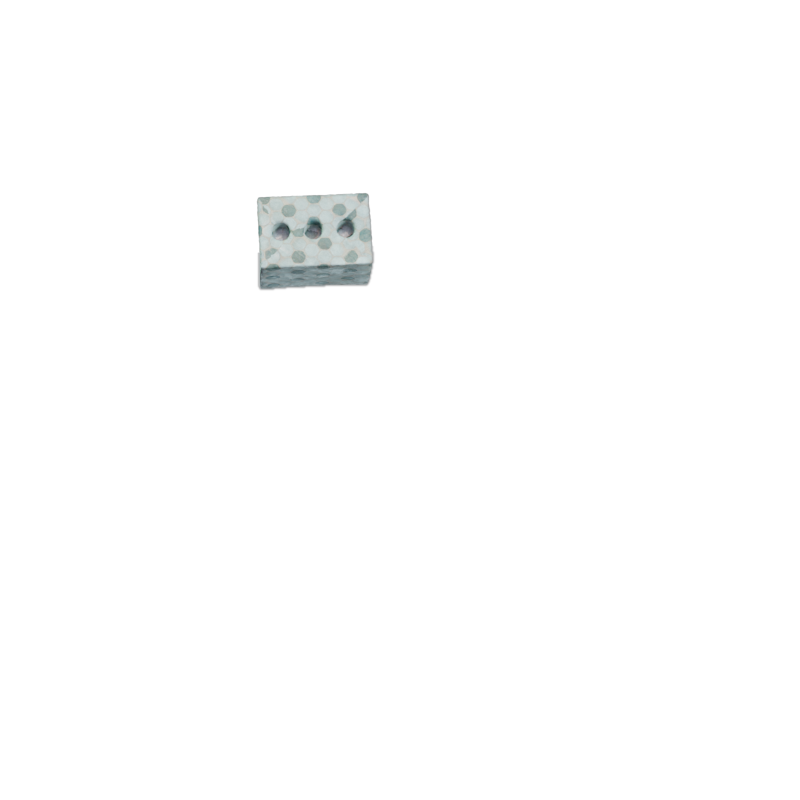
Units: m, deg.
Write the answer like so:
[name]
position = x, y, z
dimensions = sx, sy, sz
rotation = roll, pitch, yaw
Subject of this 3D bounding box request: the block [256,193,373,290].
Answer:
[block]
position = -0.060, -0.109, 0.765
dimensions = 0.078, 0.055, 0.049
rotation = -3, -15, -2
